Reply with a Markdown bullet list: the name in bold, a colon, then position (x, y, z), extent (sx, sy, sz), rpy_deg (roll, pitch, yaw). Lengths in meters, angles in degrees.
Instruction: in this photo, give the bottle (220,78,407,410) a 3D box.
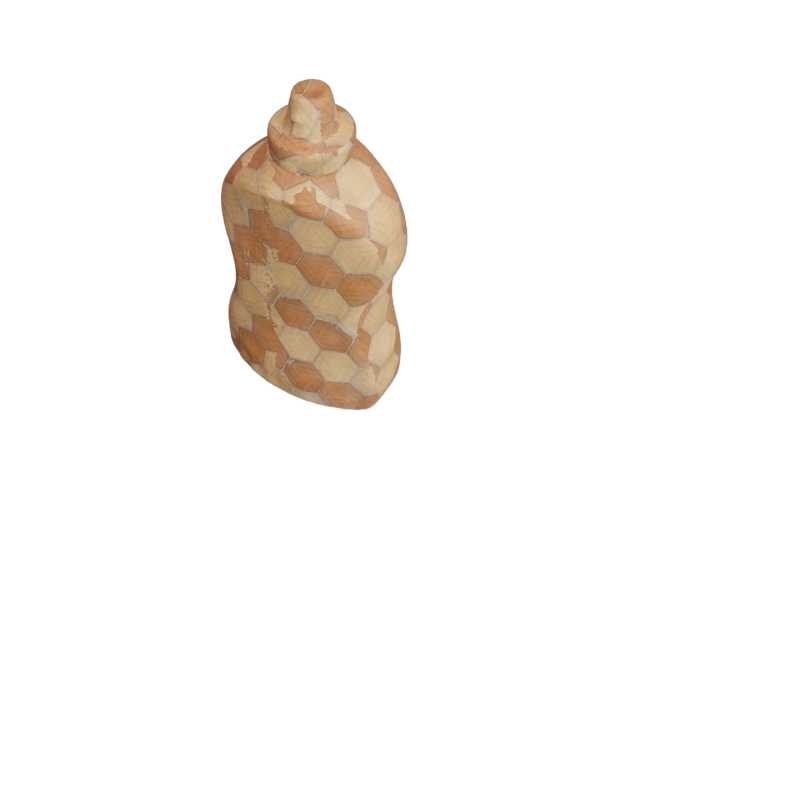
- **bottle**: position (-0.044, -0.079, 0.556), extent (0.100, 0.179, 0.060), rpy_deg (28, 53, 19)
